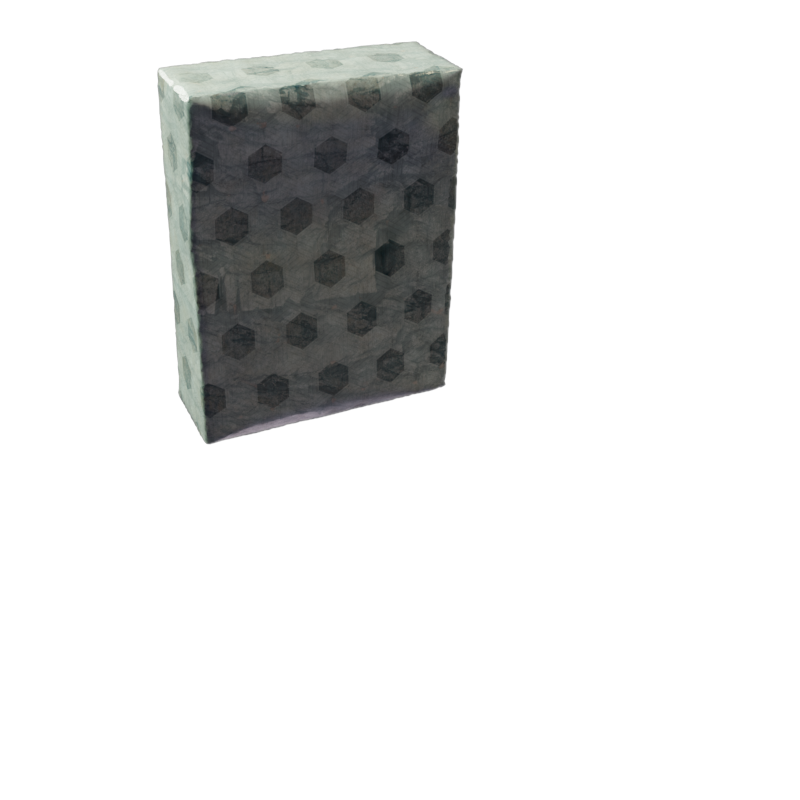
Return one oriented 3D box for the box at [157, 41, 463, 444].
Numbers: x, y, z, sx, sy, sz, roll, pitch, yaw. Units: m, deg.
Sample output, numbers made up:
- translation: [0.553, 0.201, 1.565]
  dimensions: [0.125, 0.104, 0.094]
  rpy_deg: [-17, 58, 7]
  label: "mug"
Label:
- translation: [-0.051, -0.094, 0.658]
  dimensions: [0.161, 0.202, 0.077]
  rpy_deg: [-11, 29, -22]
  label: "box"
